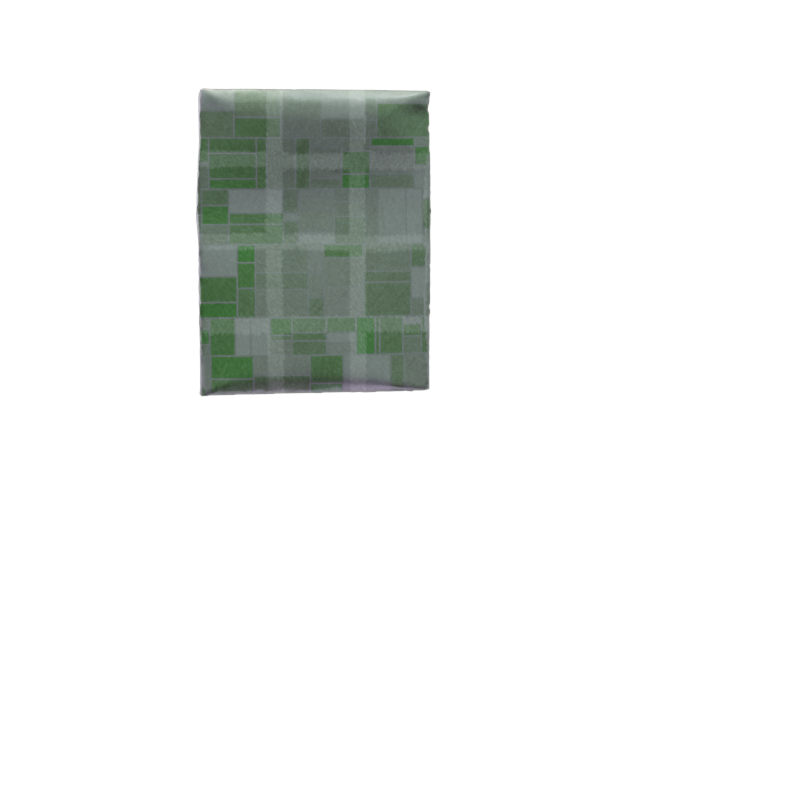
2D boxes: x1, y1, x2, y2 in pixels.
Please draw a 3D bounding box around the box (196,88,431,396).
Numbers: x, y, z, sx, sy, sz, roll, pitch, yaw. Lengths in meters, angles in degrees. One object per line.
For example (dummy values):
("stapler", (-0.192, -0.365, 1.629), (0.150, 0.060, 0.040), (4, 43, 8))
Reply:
("box", (-0.062, -0.113, 0.790), (0.163, 0.212, 0.073), (0, 3, -4))
